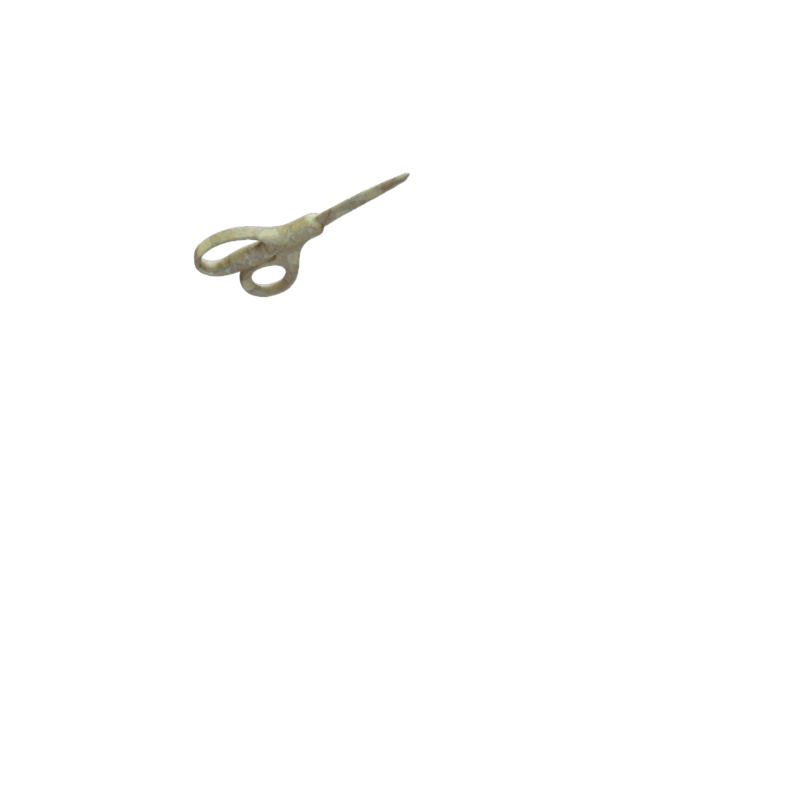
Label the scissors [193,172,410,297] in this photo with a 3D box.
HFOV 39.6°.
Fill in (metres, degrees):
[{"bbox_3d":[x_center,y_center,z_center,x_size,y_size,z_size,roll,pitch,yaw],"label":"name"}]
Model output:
[{"bbox_3d":[-0.070,-0.128,0.897,0.204,0.017,0.089,-13,-34,20],"label":"scissors"}]
